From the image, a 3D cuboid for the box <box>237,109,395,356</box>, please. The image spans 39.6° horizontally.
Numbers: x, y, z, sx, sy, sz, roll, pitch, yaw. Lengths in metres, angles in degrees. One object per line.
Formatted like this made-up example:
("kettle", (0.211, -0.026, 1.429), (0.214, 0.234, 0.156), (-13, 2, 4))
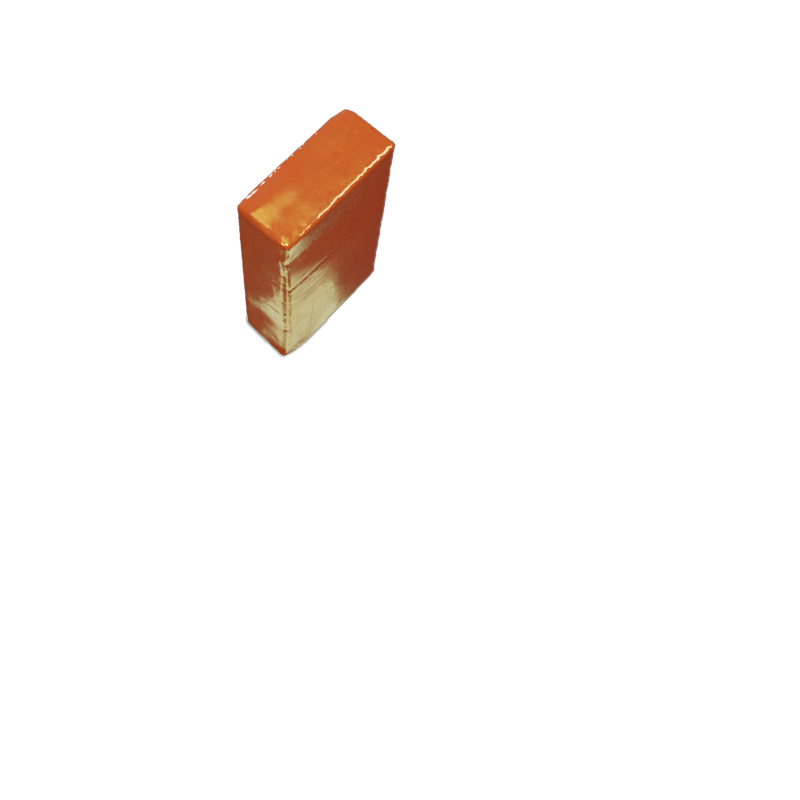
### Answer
("box", (-0.054, -0.099, 0.689), (0.050, 0.095, 0.167), (40, -19, 11))
